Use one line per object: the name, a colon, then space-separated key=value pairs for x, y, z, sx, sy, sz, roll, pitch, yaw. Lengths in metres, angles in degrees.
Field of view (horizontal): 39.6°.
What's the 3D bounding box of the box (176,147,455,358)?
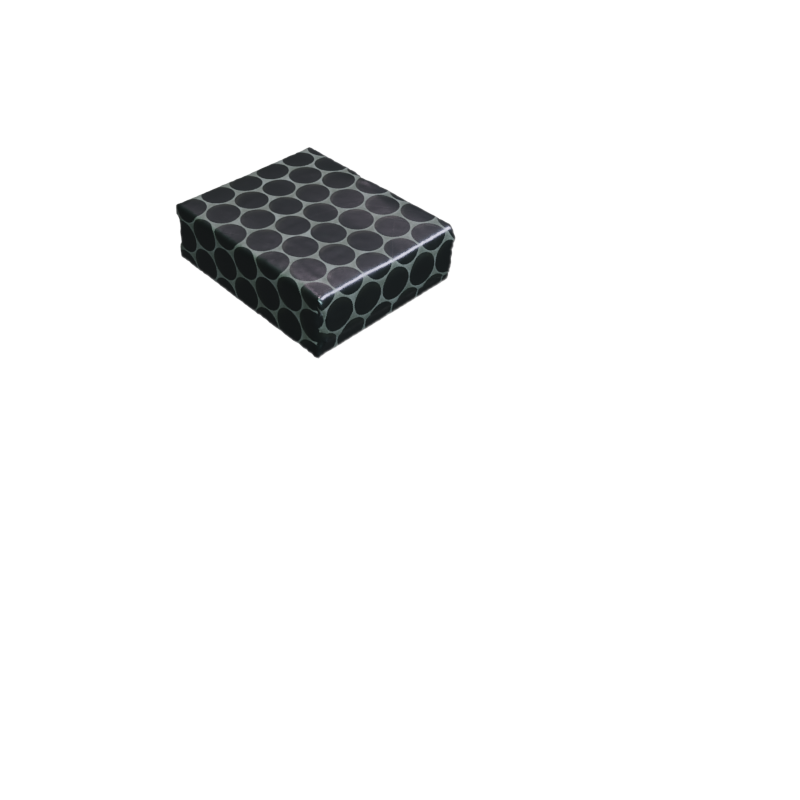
box: x=-0.035 y=-0.064 z=0.448 sx=0.073 sy=0.028 sz=0.096 roll=-30 pitch=48 yaw=-32
